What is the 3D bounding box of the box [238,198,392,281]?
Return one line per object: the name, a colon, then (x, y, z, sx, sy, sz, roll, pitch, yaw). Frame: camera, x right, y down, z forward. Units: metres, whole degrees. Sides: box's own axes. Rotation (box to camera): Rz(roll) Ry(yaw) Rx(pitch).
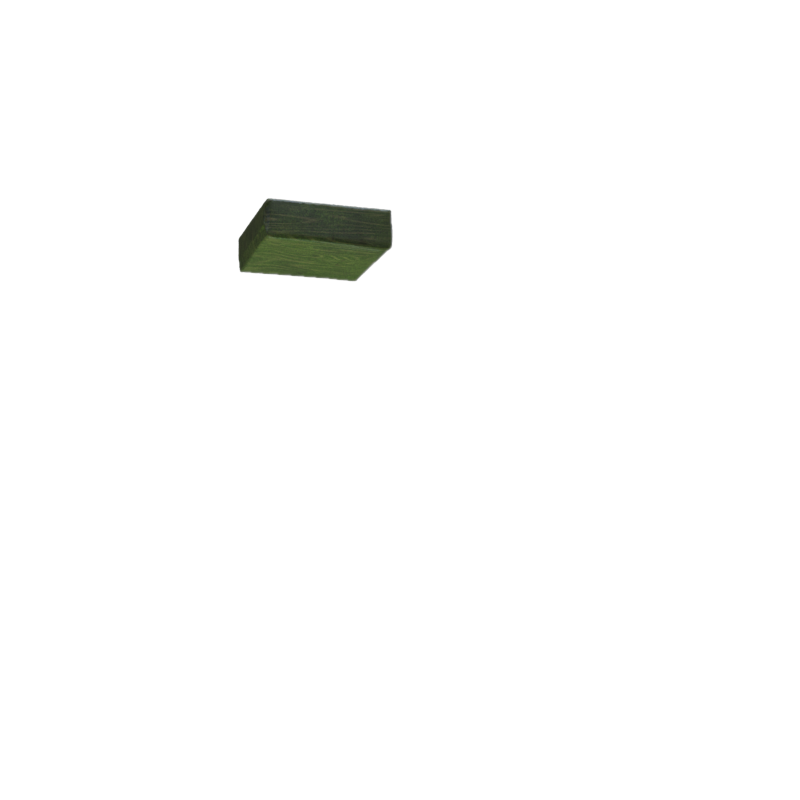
box: (-0.074, -0.135, 0.948, 0.110, 0.041, 0.089, 5, -16, -19)
